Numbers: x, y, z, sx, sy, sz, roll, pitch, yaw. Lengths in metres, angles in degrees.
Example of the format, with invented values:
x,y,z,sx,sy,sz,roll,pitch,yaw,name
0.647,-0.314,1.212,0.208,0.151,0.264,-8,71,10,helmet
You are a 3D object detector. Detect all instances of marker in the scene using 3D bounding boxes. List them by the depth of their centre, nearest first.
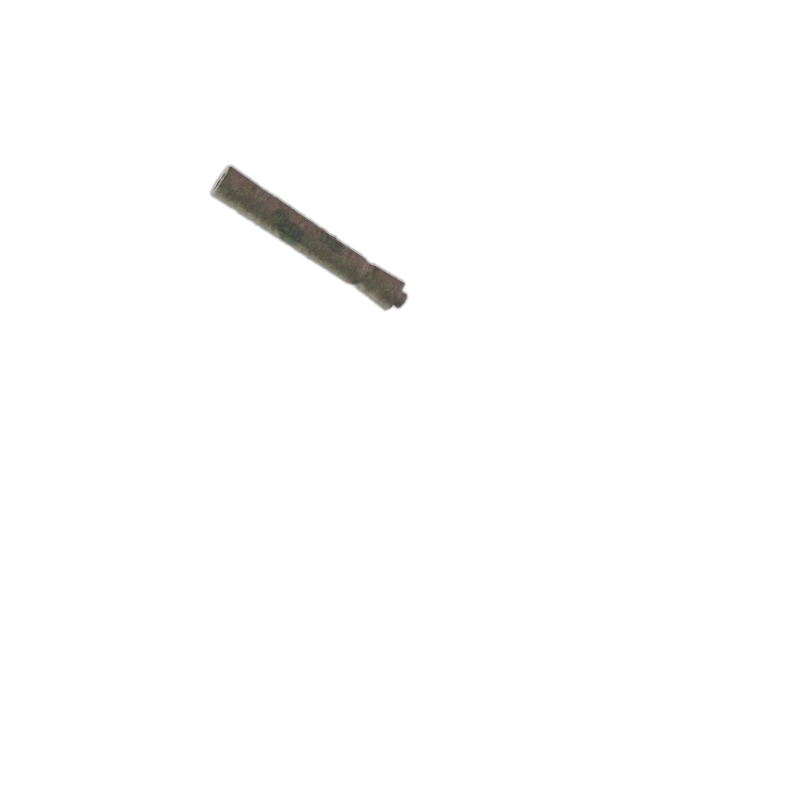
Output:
x,y,z,sx,sy,sz,roll,pitch,yaw,name
-0.047,-0.085,0.598,0.118,0.020,0.020,33,-4,-11,marker
